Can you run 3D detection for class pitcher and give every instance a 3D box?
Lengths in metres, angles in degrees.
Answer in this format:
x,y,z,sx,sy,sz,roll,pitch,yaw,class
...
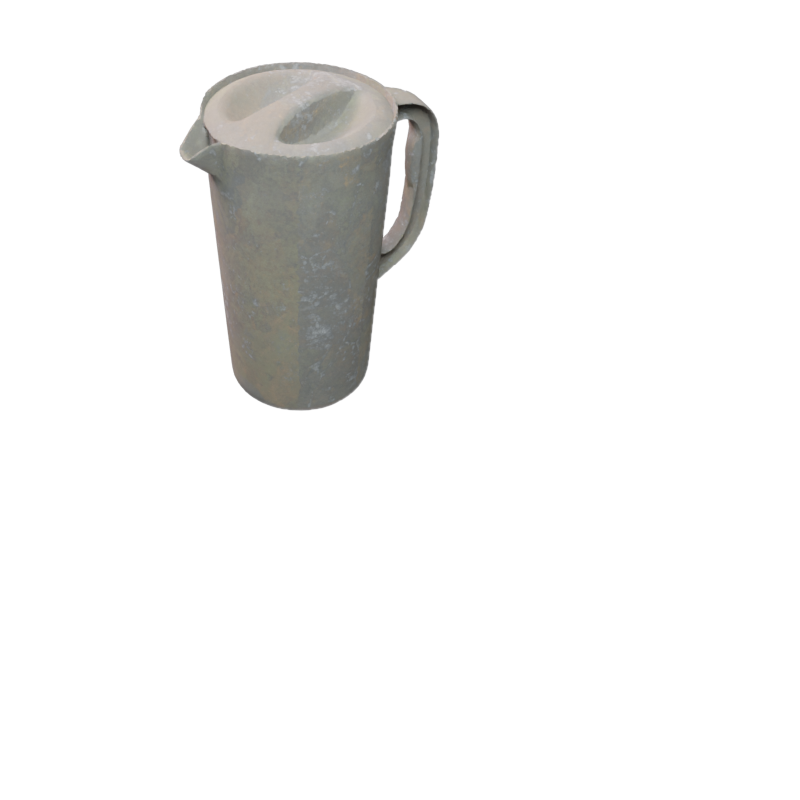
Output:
x,y,z,sx,sy,sz,roll,pitch,yaw,class
-0.063,-0.116,0.811,0.153,0.227,0.151,13,40,13,pitcher
